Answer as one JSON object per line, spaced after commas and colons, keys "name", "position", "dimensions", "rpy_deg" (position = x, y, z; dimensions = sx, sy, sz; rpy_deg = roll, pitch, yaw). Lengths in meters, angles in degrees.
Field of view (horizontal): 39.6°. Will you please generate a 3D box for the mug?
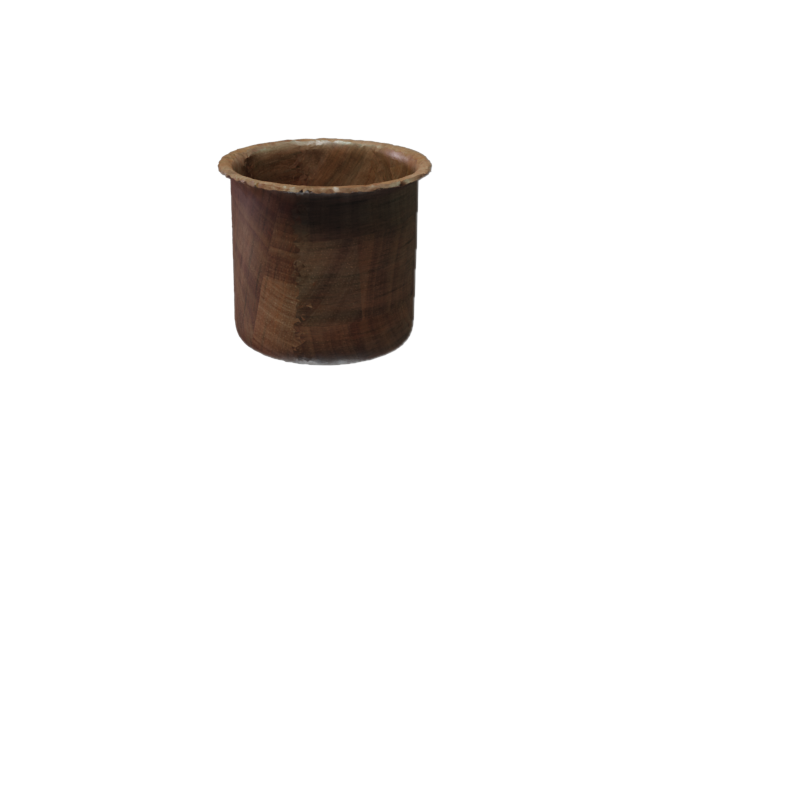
{"name": "mug", "position": [-0.039, -0.072, 0.504], "dimensions": [0.091, 0.078, 0.125], "rpy_deg": [-10, 25, -25]}
